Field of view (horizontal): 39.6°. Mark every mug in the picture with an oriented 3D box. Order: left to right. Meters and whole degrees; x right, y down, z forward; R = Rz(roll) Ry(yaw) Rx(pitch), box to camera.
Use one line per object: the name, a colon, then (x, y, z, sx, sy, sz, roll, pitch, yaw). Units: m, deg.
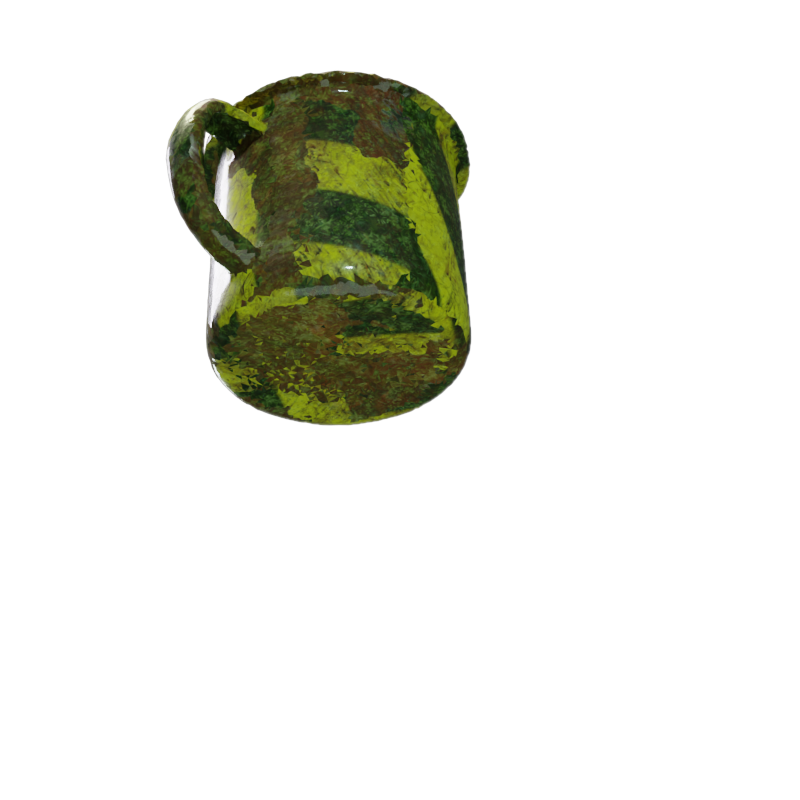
mug: (-0.028, -0.051, 0.354, 0.093, 0.087, 0.109, -26, -42, 29)
